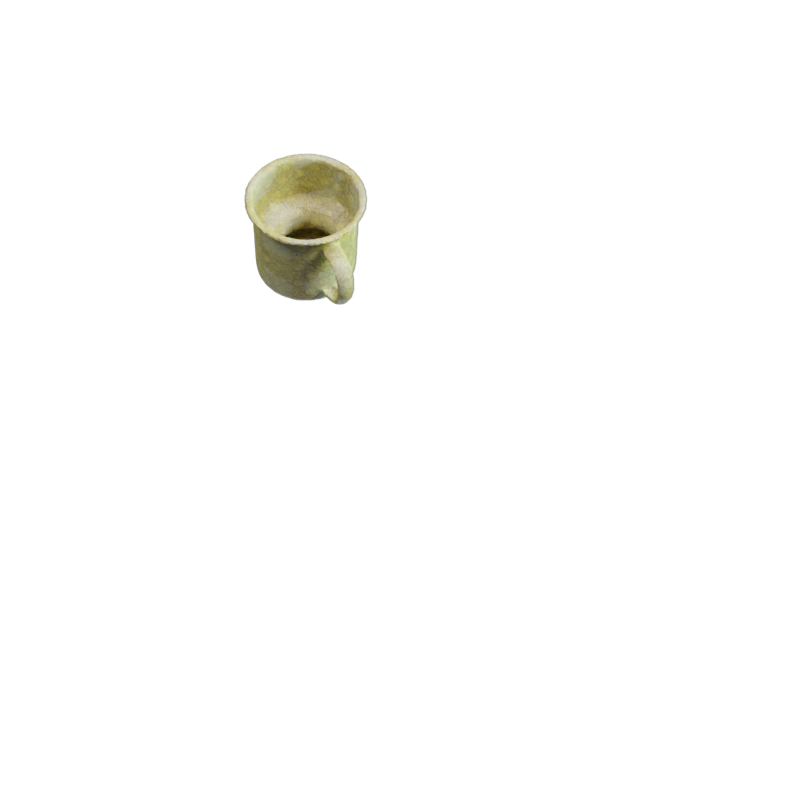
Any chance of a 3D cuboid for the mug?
[{"bbox_3d":[-0.067,-0.123,0.862,0.093,0.126,0.076,-25,-32,-18],"label":"mug"}]
